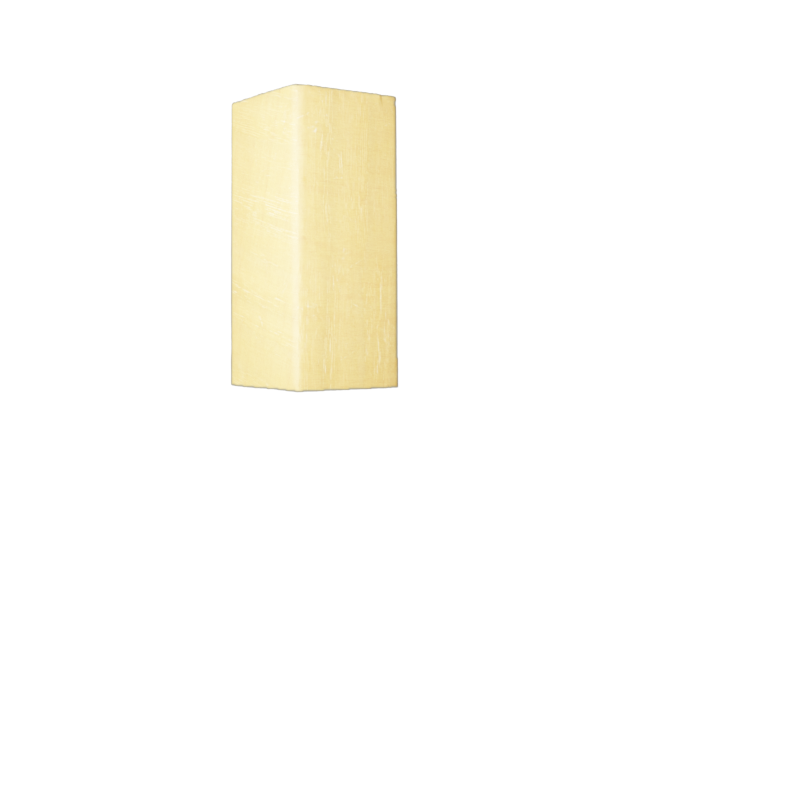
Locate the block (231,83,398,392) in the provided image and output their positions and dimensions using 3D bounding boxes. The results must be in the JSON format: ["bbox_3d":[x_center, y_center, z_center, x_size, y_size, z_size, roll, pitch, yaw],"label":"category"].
[{"bbox_3d":[-0.062,-0.113,0.794,0.087,0.208,0.093,2,-3,-36],"label":"block"}]
